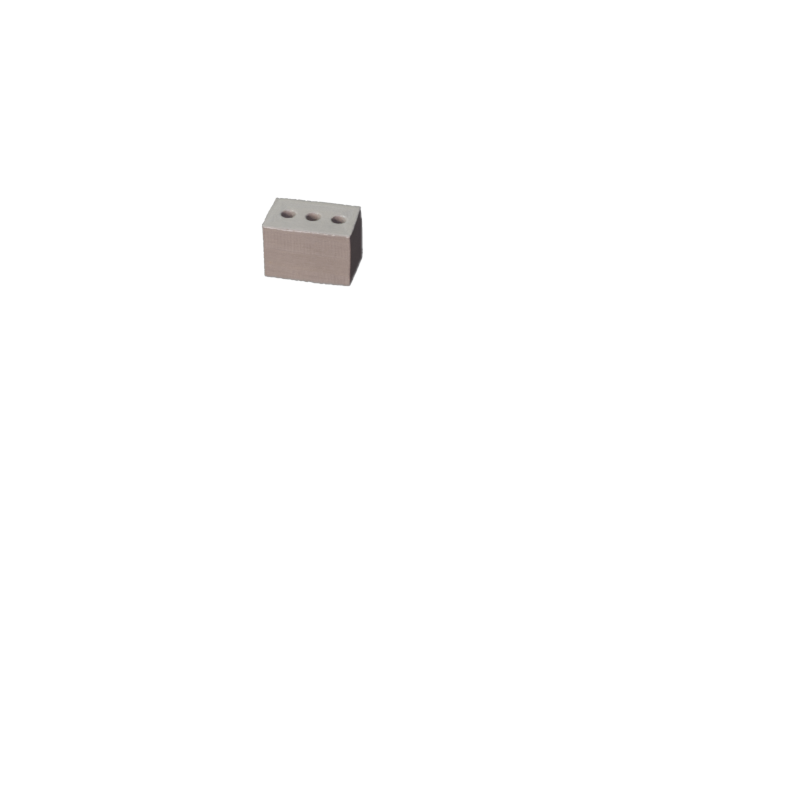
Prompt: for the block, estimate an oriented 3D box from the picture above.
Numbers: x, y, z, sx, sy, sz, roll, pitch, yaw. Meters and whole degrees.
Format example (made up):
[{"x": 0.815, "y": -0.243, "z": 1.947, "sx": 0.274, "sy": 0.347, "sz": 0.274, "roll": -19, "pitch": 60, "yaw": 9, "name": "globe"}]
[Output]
[{"x": -0.074, "y": -0.135, "z": 0.946, "sx": 0.079, "sy": 0.048, "sz": 0.055, "roll": 7, "pitch": 35, "yaw": 9, "name": "block"}]
